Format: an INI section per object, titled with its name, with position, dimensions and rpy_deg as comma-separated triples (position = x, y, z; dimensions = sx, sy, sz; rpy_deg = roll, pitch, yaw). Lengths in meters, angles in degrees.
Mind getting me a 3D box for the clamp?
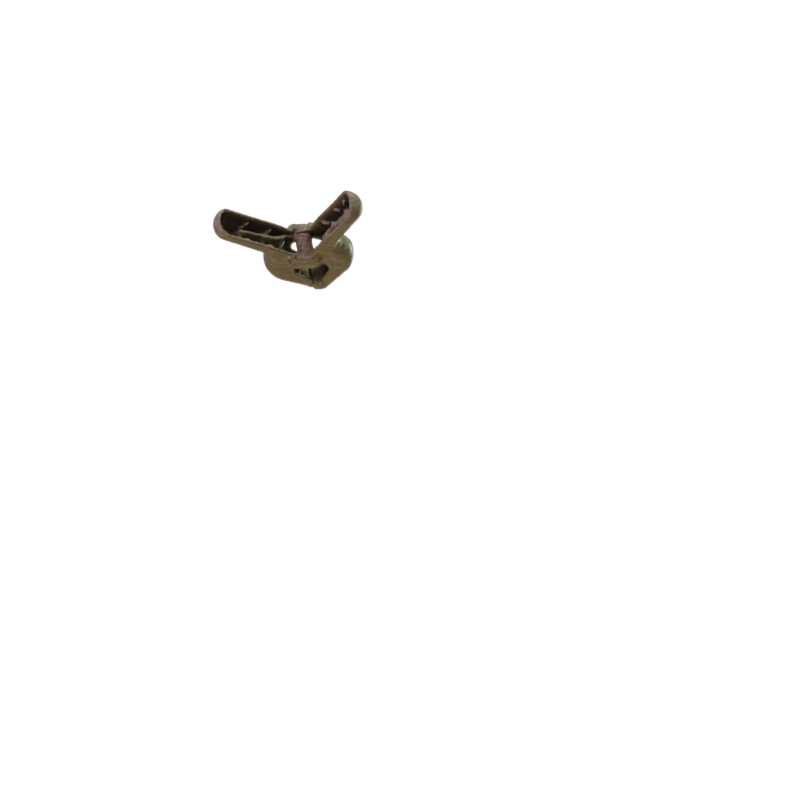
[clamp]
position = -0.074, -0.135, 0.945
dimensions = 0.122, 0.040, 0.163
rpy_deg = -3, -10, 16
